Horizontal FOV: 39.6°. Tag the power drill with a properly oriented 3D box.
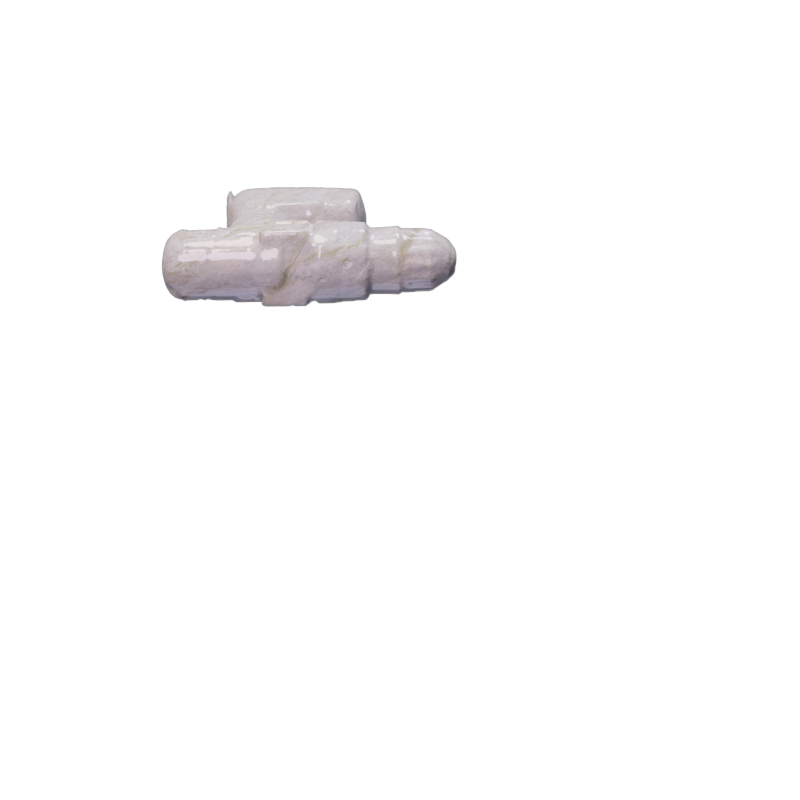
[{"bbox_3d":[-0.060,-0.109,0.764,0.185,0.056,0.193,0,16,0],"label":"power drill"}]
